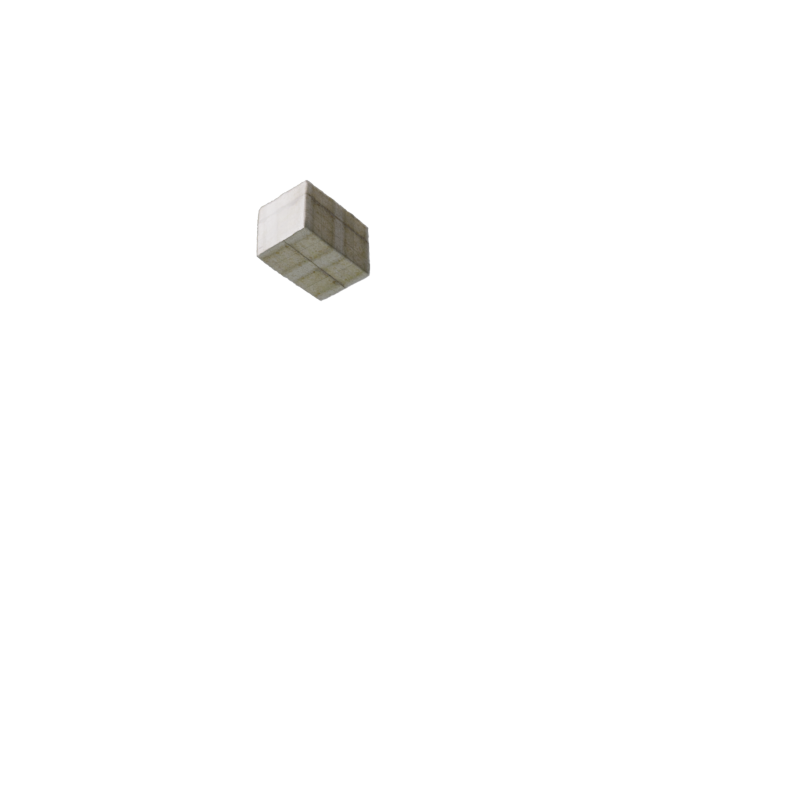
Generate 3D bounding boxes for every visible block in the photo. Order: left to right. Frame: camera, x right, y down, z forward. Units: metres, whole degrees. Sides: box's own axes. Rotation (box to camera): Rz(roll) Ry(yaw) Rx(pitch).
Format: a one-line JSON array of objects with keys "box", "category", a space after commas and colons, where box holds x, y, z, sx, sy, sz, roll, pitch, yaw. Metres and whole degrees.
[{"box": [-0.068, -0.123, 0.864, 0.053, 0.055, 0.073, -27, -43, 30], "category": "block"}]
